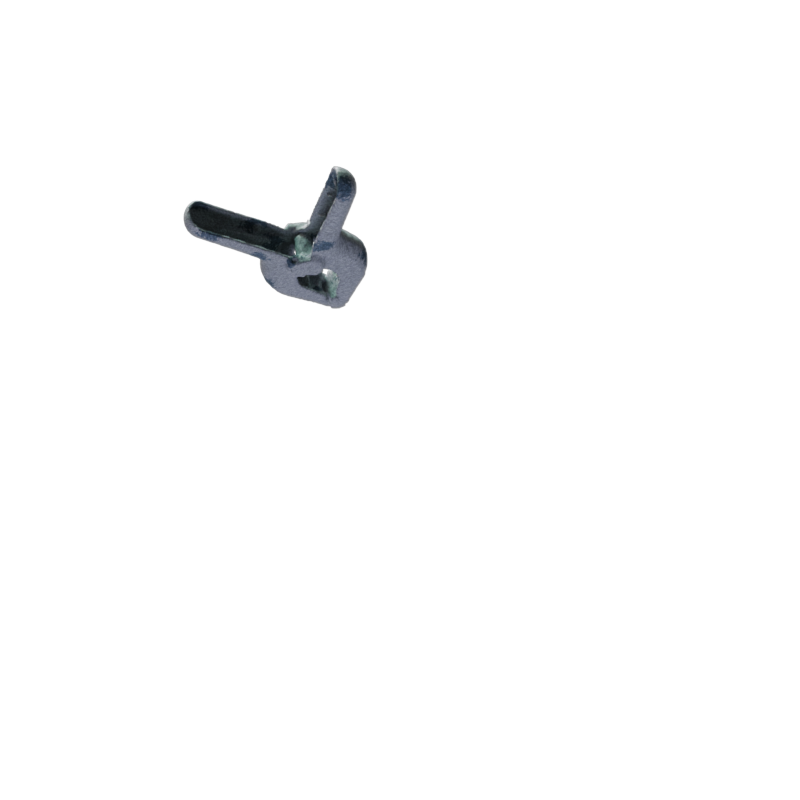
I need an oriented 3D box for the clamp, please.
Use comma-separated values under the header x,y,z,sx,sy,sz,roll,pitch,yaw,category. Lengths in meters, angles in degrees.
x,y,z,sx,sy,sz,roll,pitch,yaw,category
-0.062,-0.113,0.792,0.122,0.041,0.160,-8,-19,24,clamp
